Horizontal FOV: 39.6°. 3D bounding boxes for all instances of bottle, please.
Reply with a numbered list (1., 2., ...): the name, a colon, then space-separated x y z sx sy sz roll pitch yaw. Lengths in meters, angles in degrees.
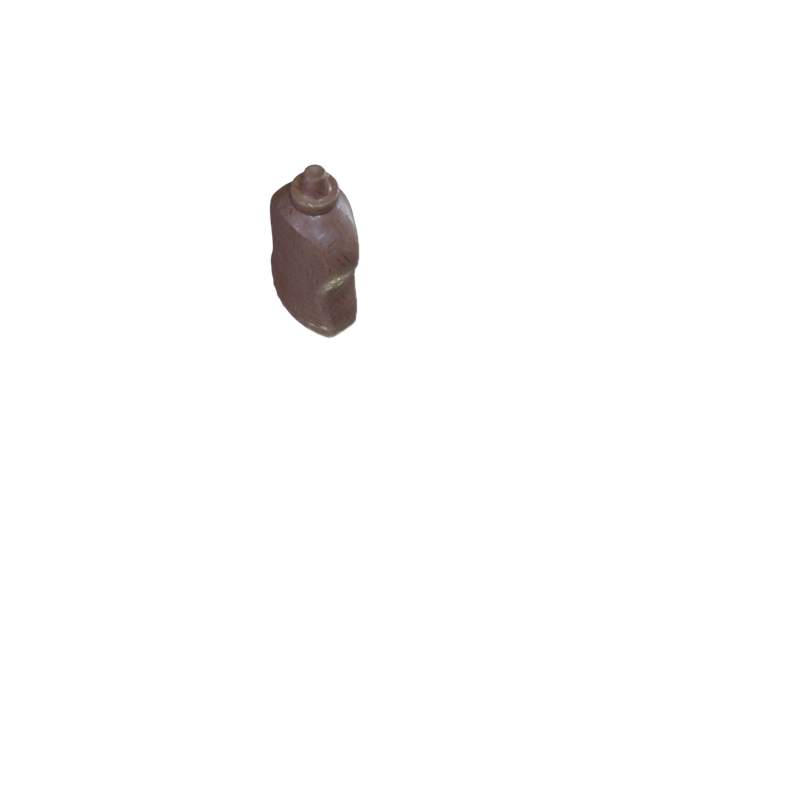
1. bottle: -0.076 -0.139 0.975 0.058 0.102 0.180 -31 -24 -20
